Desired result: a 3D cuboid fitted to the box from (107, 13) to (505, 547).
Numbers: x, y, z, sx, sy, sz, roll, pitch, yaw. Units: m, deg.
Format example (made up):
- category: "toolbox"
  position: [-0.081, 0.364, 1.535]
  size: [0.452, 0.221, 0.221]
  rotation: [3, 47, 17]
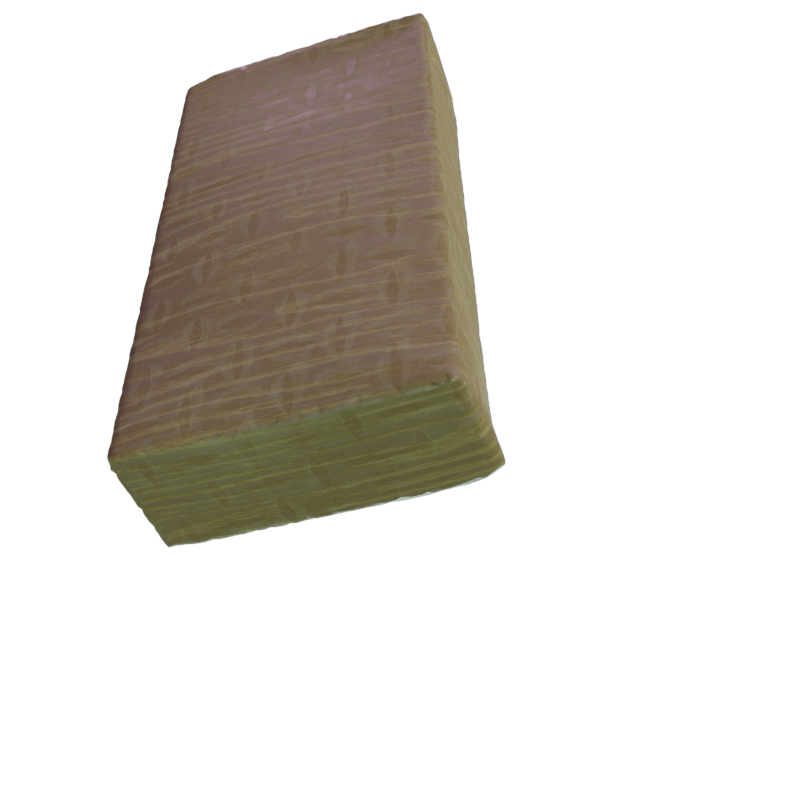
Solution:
- category: "box"
  position: [-0.027, -0.048, 0.337]
  size: [0.094, 0.189, 0.044]
  rotation: [-15, -45, 11]
